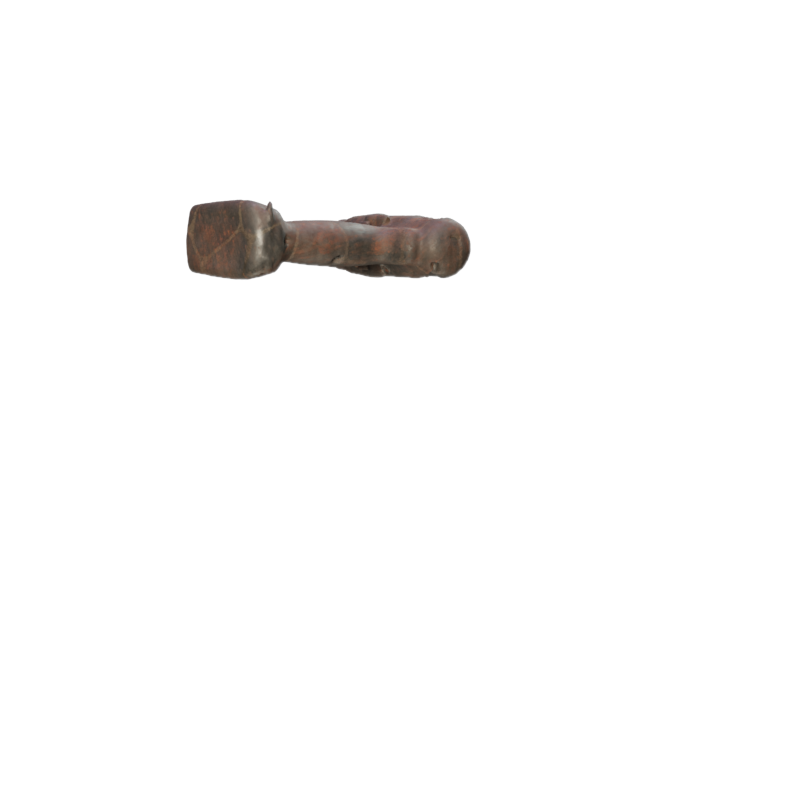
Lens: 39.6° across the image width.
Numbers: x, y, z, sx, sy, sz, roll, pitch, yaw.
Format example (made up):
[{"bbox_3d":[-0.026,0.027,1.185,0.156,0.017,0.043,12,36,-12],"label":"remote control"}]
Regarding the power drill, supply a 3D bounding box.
[{"bbox_3d":[-0.068,-0.124,0.865,0.181,0.057,0.192,-4,8,-35],"label":"power drill"}]
